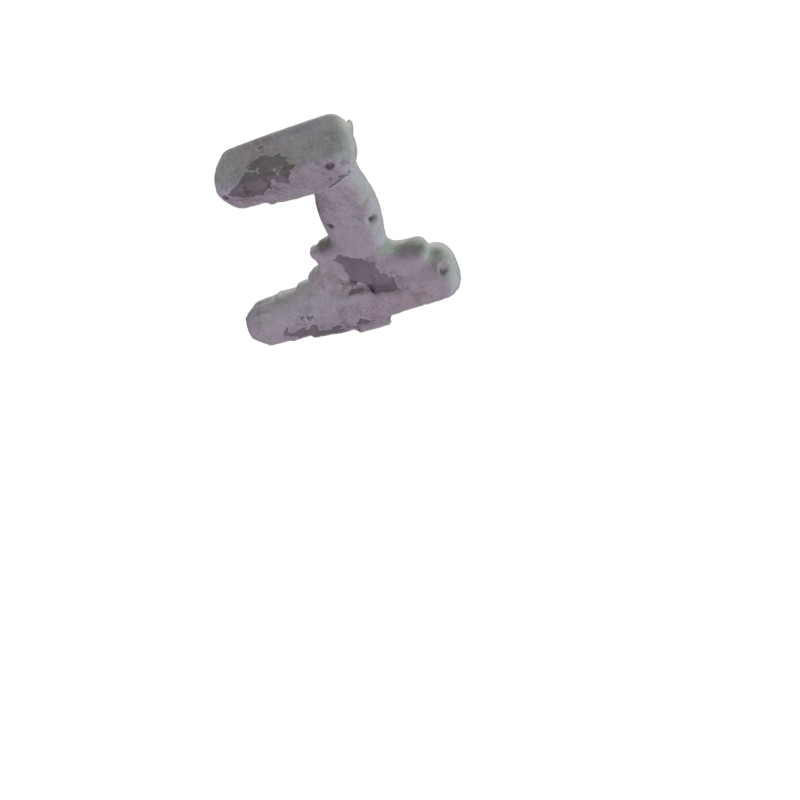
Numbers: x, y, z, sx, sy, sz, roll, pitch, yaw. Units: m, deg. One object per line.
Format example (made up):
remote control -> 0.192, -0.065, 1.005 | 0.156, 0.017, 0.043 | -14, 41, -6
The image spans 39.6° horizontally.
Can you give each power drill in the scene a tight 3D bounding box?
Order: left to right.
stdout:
power drill -> -0.067, -0.122, 0.855 | 0.186, 0.062, 0.173 | -17, -44, 18
